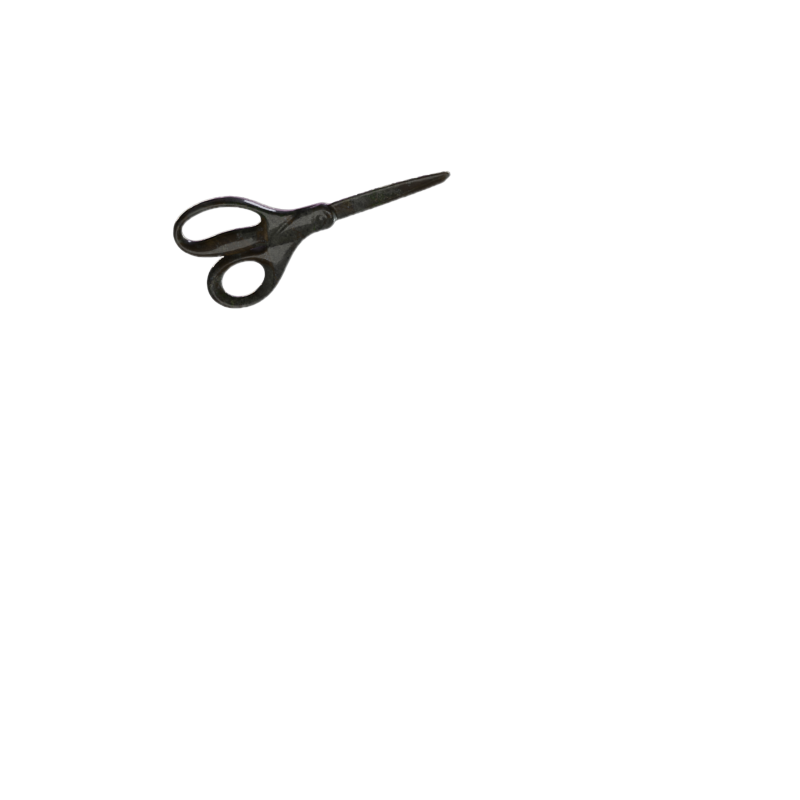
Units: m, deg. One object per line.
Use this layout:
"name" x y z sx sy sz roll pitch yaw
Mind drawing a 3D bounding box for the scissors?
"scissors" -0.063 -0.115 0.807 0.202 0.091 0.017 -3 27 2
